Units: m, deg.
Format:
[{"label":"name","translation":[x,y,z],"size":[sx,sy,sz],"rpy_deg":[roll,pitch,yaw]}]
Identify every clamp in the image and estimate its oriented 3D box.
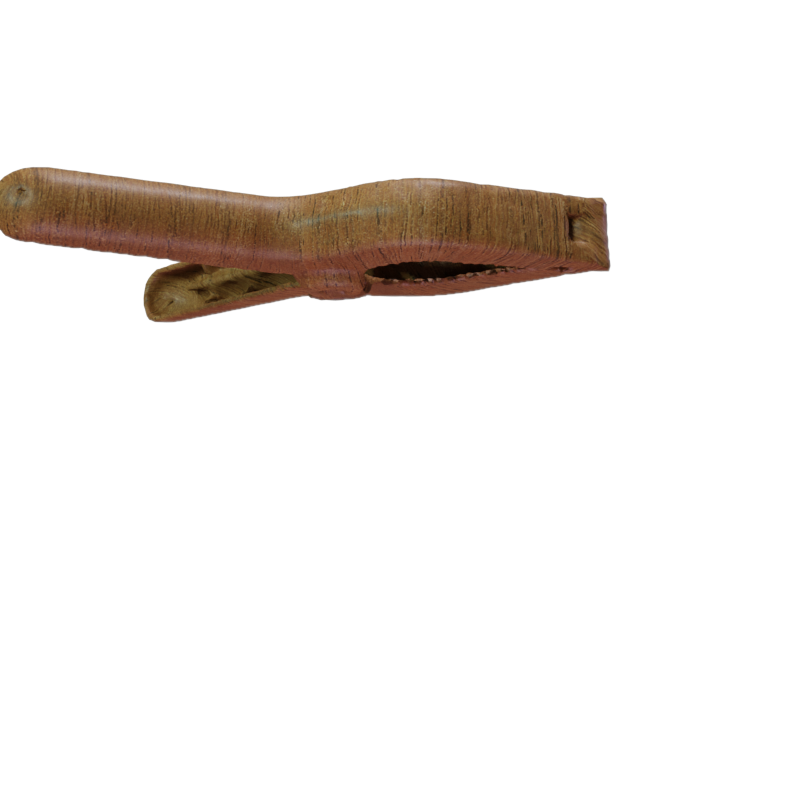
[{"label":"clamp","translation":[-0.032,-0.059,0.411],"size":[0.214,0.037,0.157],"rpy_deg":[-2,-7,16]}]
